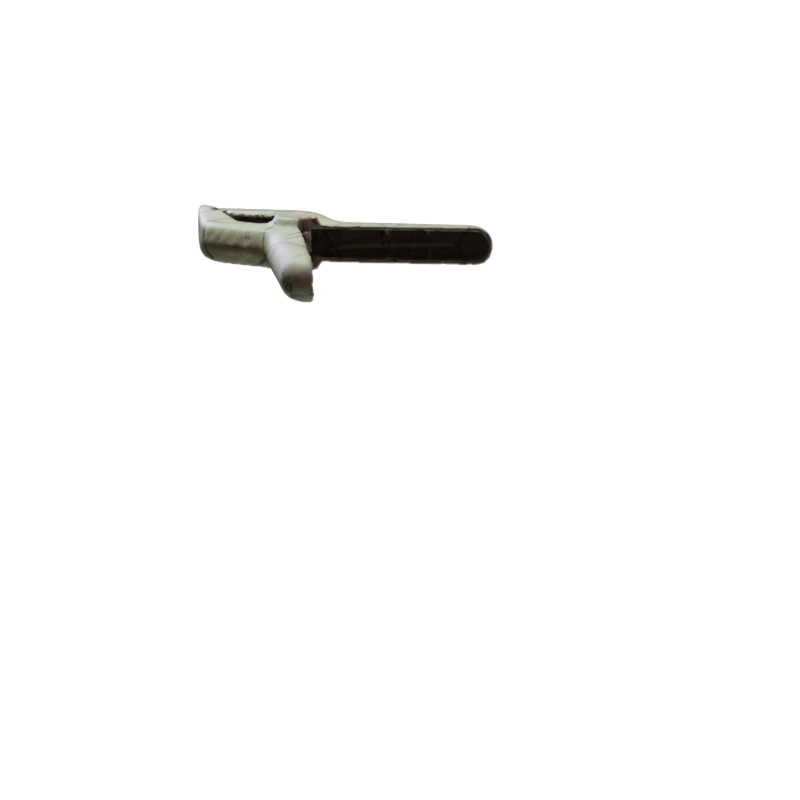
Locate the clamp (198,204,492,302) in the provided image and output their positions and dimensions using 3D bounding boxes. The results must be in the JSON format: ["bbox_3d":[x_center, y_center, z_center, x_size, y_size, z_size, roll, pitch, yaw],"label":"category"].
[{"bbox_3d":[-0.057,-0.104,0.727,0.160,0.035,0.222,-13,21,-35],"label":"clamp"}]
